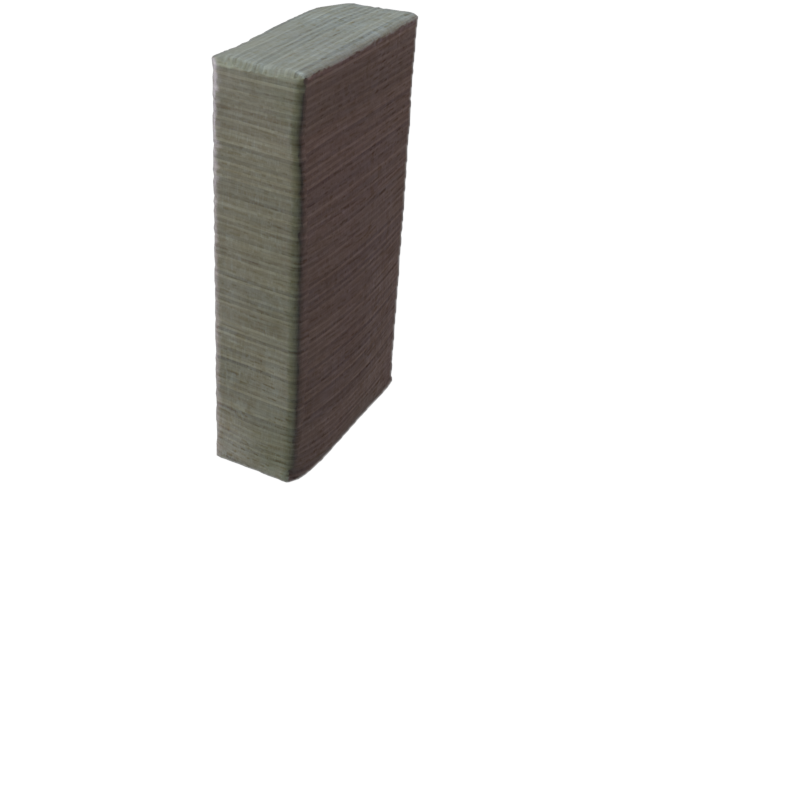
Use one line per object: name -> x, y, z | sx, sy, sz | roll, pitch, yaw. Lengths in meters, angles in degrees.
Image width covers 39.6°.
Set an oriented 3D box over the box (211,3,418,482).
box -> -0.035, -0.064, 0.450 | 0.050, 0.166, 0.095 | 14, 31, 22
